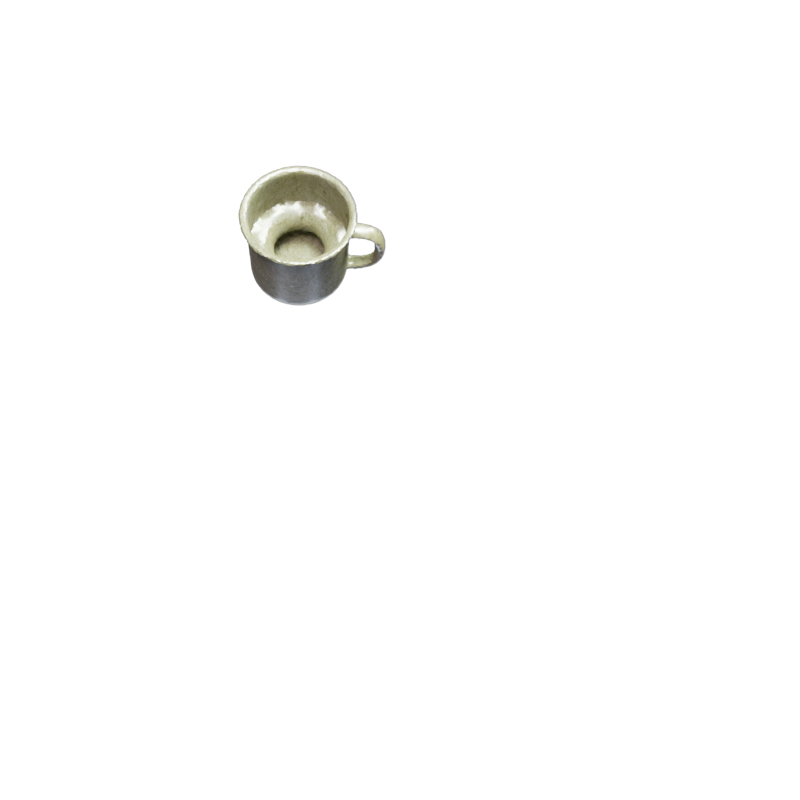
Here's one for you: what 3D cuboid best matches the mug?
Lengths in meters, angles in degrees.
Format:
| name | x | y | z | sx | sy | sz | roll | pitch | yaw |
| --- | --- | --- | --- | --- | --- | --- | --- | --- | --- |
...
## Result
| name | x | y | z | sx | sy | sz | roll | pitch | yaw |
| --- | --- | --- | --- | --- | --- | --- | --- | --- | --- |
| mug | -0.070 | -0.129 | 0.900 | 0.117 | 0.099 | 0.077 | 4 | -28 | 1 |
